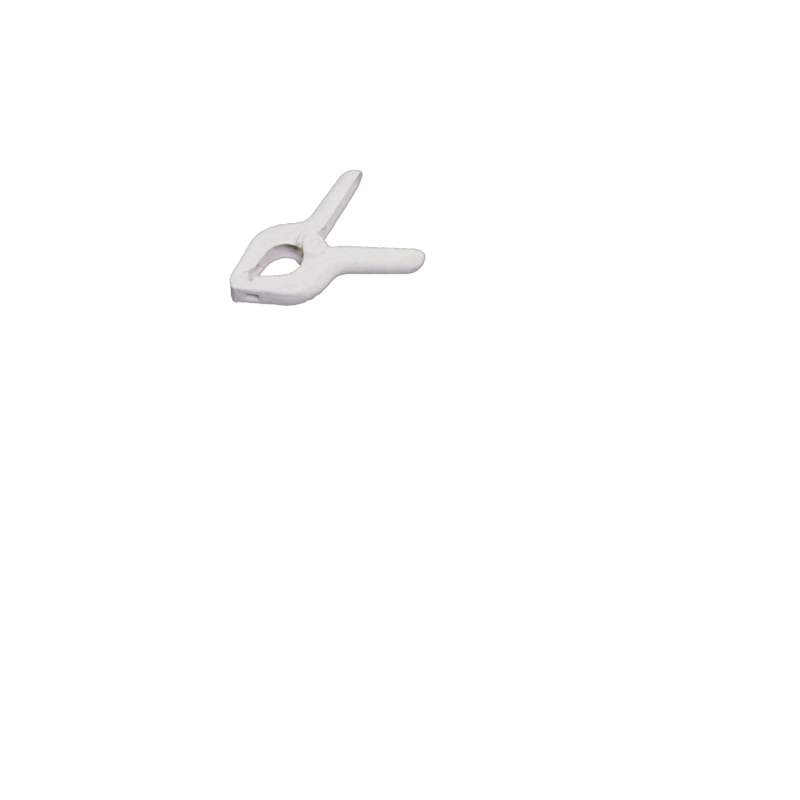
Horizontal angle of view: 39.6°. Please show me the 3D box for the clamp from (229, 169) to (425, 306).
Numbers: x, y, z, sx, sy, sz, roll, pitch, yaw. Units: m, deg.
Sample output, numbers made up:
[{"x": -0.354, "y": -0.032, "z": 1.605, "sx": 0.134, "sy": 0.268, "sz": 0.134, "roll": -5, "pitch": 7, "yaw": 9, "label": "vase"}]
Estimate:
[{"x": -0.077, "y": -0.141, "z": 0.984, "sx": 0.170, "sy": 0.130, "sz": 0.037, "roll": -18, "pitch": -36, "yaw": -14, "label": "clamp"}]
